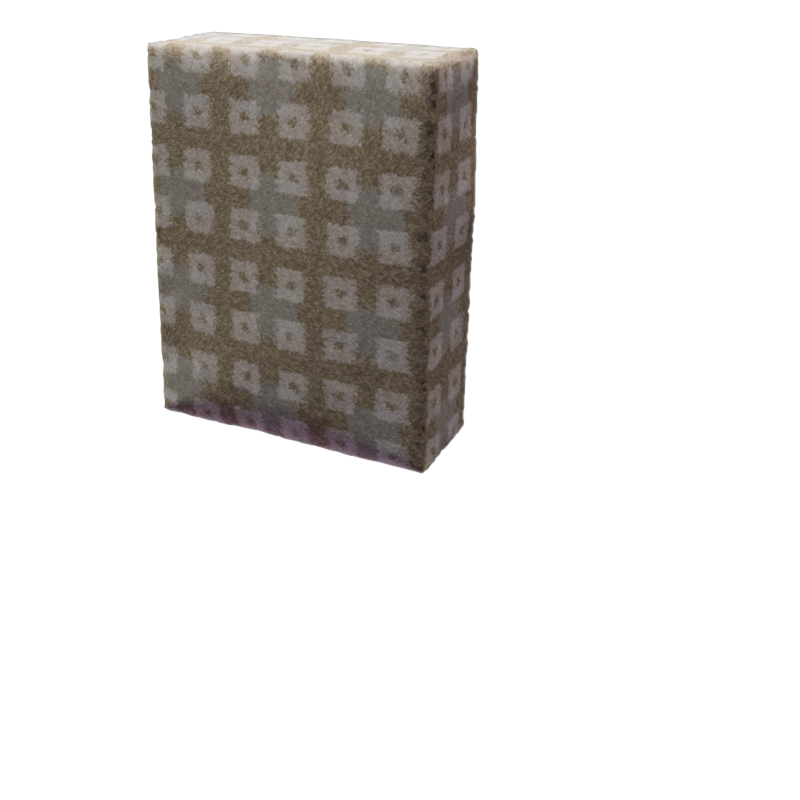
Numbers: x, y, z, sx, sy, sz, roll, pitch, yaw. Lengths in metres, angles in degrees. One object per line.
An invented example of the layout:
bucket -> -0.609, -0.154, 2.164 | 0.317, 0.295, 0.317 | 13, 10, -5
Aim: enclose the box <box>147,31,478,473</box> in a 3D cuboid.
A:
box -> -0.047, -0.085, 0.599 | 0.171, 0.205, 0.072 | 11, 21, 25
